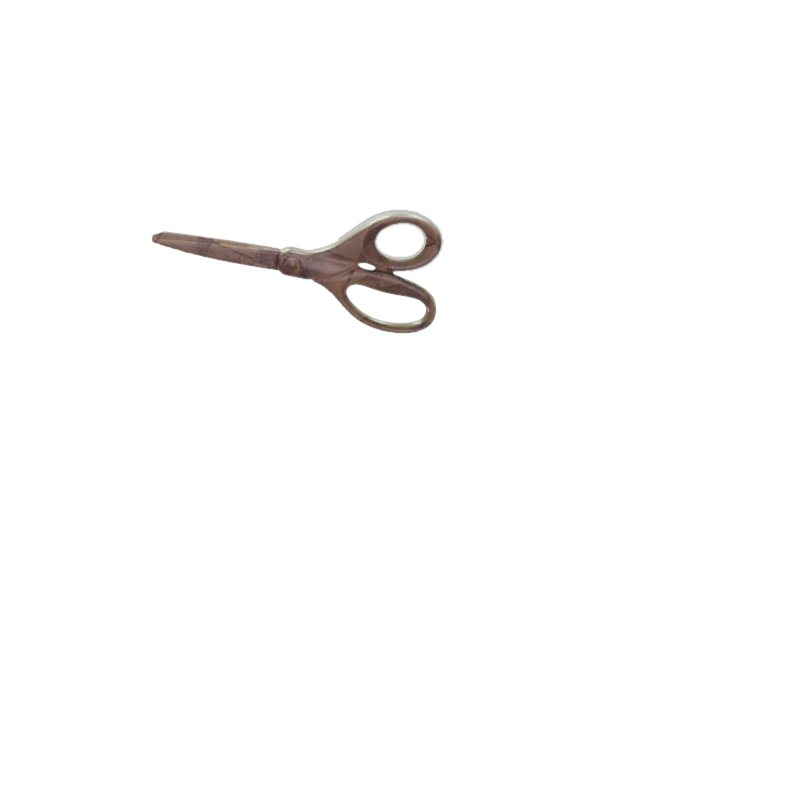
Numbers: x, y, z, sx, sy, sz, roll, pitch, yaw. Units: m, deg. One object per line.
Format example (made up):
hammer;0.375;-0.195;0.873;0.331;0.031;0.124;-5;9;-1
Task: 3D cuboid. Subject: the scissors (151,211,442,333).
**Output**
scissors;-0.059;-0.108;0.760;0.198;0.094;0.016;24;18;-9
